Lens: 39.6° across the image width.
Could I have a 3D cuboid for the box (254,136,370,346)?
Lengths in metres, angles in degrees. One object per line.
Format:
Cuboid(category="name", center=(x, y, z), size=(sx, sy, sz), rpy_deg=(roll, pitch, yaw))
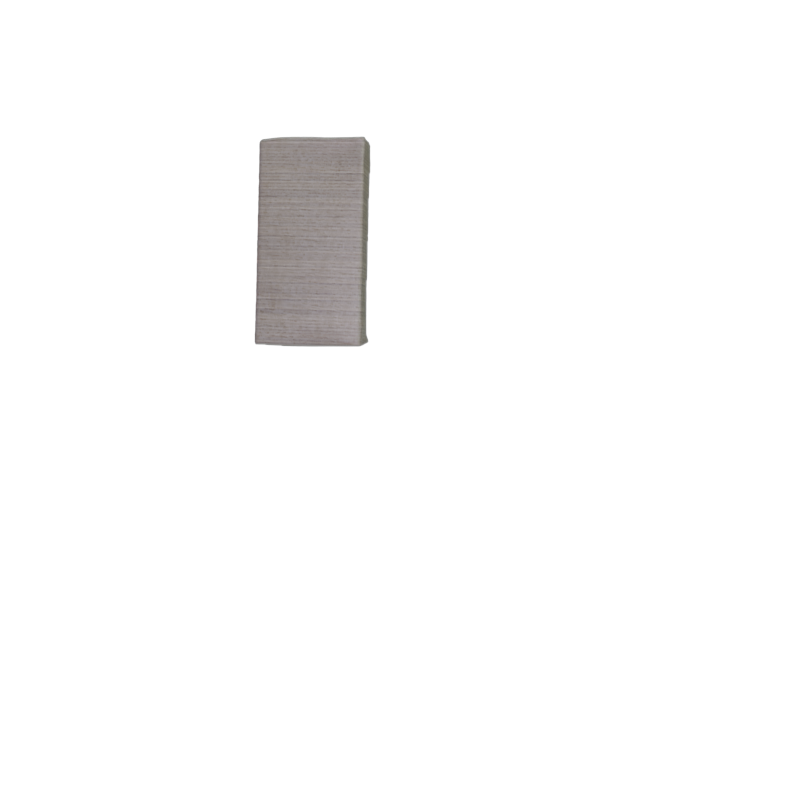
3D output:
Cuboid(category="box", center=(-0.074, -0.135, 0.942), size=(0.094, 0.177, 0.047), rpy_deg=(0, -1, 9))
